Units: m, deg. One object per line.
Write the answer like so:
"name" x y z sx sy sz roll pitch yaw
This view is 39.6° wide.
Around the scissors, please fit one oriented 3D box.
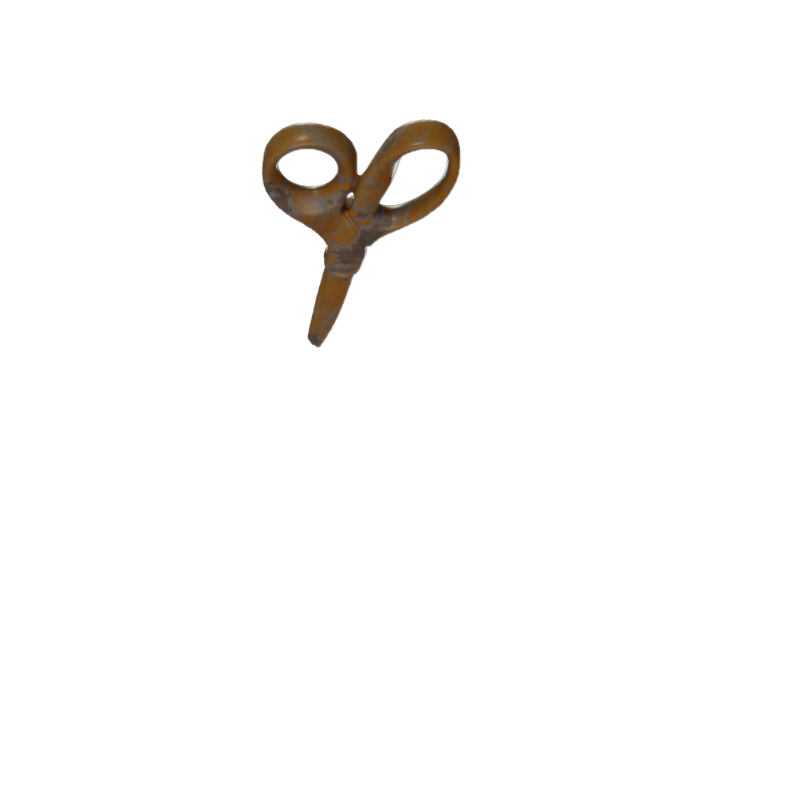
"scissors" -0.043 -0.078 0.543 0.093 0.017 0.197 13 -30 -24
